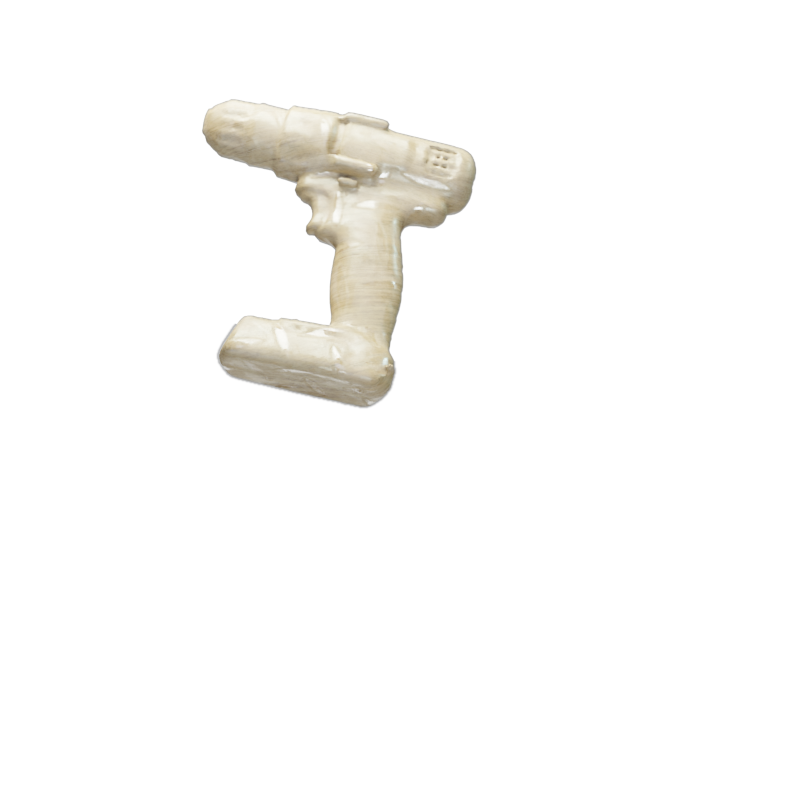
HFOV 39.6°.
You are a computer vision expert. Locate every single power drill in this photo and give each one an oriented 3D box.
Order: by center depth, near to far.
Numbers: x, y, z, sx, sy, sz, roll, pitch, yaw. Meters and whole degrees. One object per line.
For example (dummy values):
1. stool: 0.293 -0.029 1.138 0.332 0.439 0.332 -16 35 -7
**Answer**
1. power drill: -0.055 -0.101 0.708 0.186 0.196 0.054 12 -22 5
